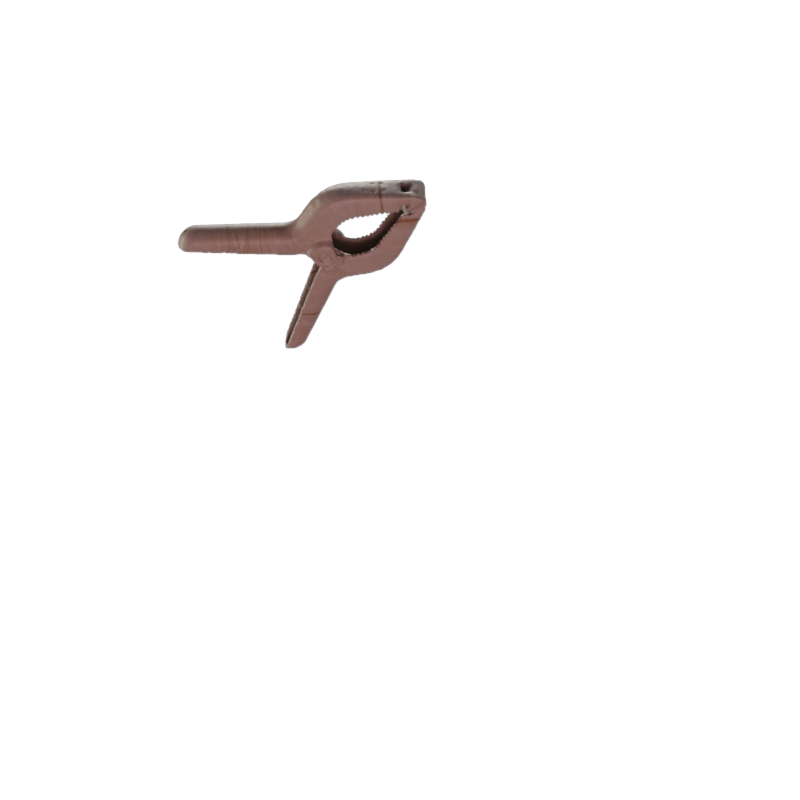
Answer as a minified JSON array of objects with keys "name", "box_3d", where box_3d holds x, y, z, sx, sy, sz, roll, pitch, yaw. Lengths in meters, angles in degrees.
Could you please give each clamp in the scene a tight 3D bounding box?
[{"name":"clamp","box_3d":[-0.075,-0.136,0.952,0.209,0.039,0.154,-32,-53,28]}]
